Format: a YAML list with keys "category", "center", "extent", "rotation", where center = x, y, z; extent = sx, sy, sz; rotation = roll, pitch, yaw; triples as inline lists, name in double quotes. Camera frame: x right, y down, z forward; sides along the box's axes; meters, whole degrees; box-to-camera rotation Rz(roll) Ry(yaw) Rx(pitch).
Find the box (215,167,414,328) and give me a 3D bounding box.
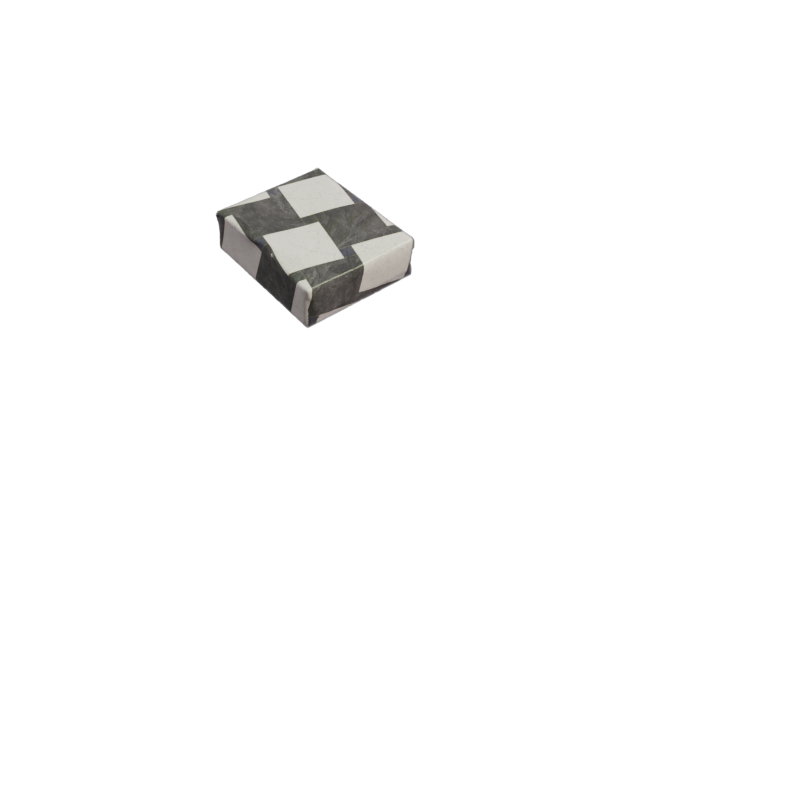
- category: "box"
  center: [-0.048, -0.088, 0.617]
  extent: [0.073, 0.028, 0.096]
  rotation: [-28, 50, -27]
